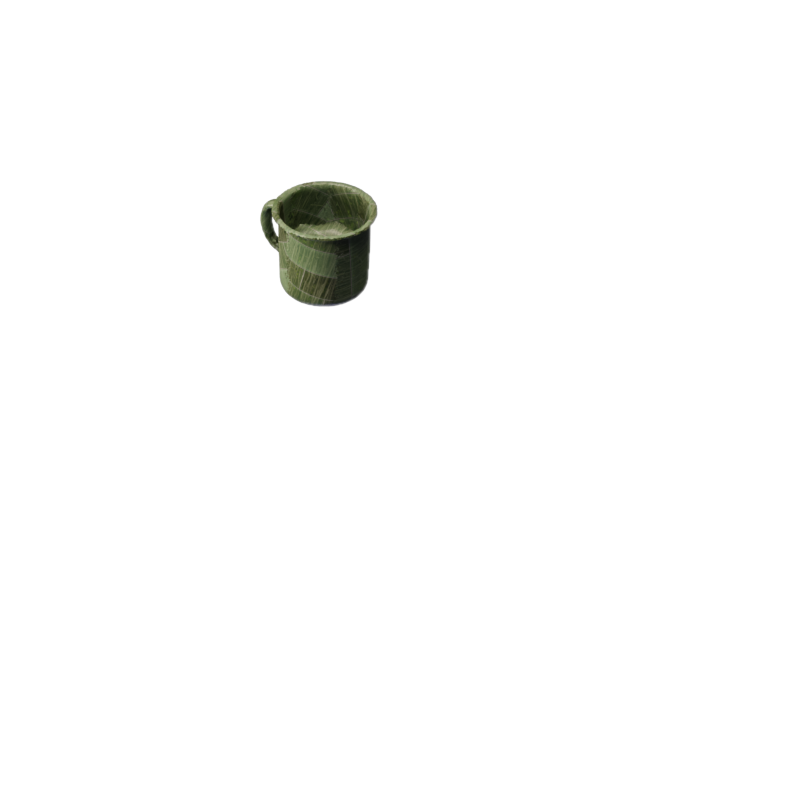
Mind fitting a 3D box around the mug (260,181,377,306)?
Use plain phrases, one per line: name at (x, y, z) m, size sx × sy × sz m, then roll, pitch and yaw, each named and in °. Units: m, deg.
mug at (-0.078, -0.143, 0.999) m, size 0.123 × 0.076 × 0.095 m, roll 23°, pitch 44°, yaw 24°
